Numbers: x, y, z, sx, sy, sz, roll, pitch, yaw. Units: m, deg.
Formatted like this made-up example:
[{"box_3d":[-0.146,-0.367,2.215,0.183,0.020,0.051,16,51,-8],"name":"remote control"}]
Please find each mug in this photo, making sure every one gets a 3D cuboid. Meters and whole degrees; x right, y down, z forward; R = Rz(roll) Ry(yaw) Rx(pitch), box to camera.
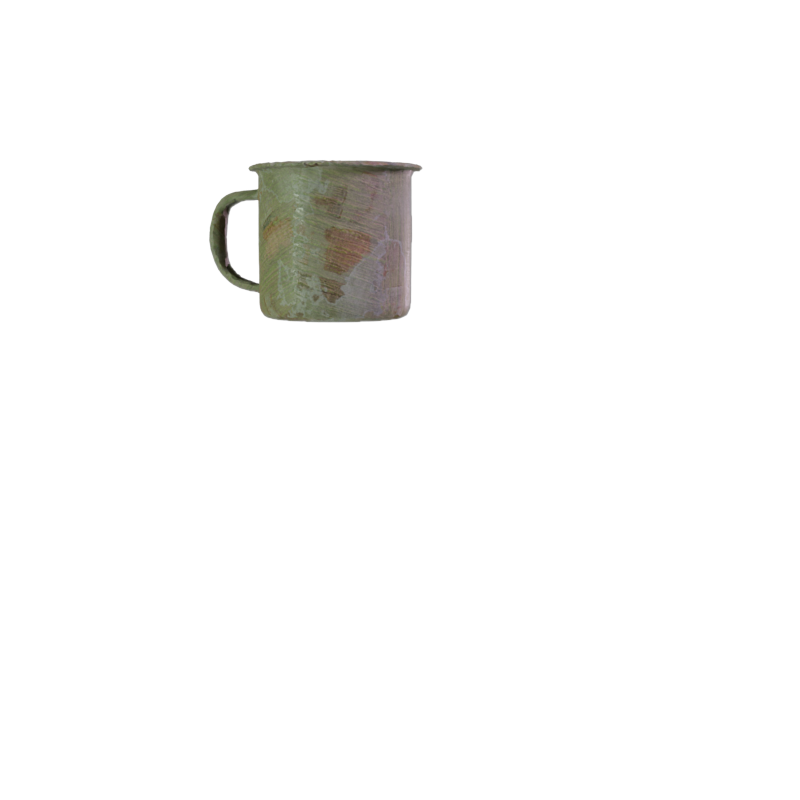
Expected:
[{"box_3d":[-0.047,-0.085,0.597,0.119,0.081,0.093,1,5,10],"name":"mug"}]
